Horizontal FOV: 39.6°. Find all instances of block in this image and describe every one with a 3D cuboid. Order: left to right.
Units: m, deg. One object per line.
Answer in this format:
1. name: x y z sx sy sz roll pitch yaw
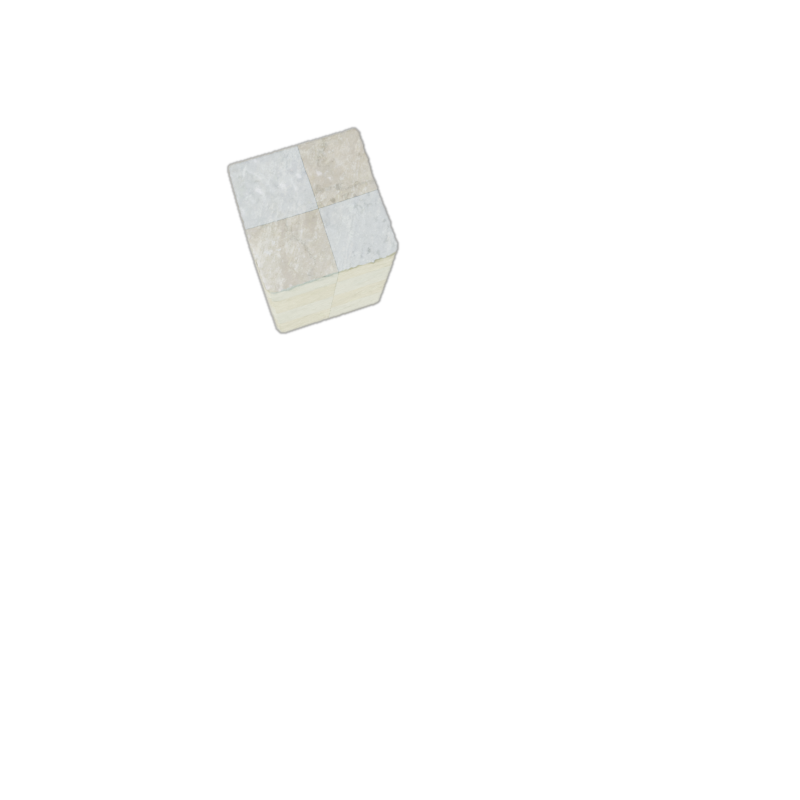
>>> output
1. block: -0.063 -0.114 0.804 0.090 0.092 0.202 -18 -4 -5
